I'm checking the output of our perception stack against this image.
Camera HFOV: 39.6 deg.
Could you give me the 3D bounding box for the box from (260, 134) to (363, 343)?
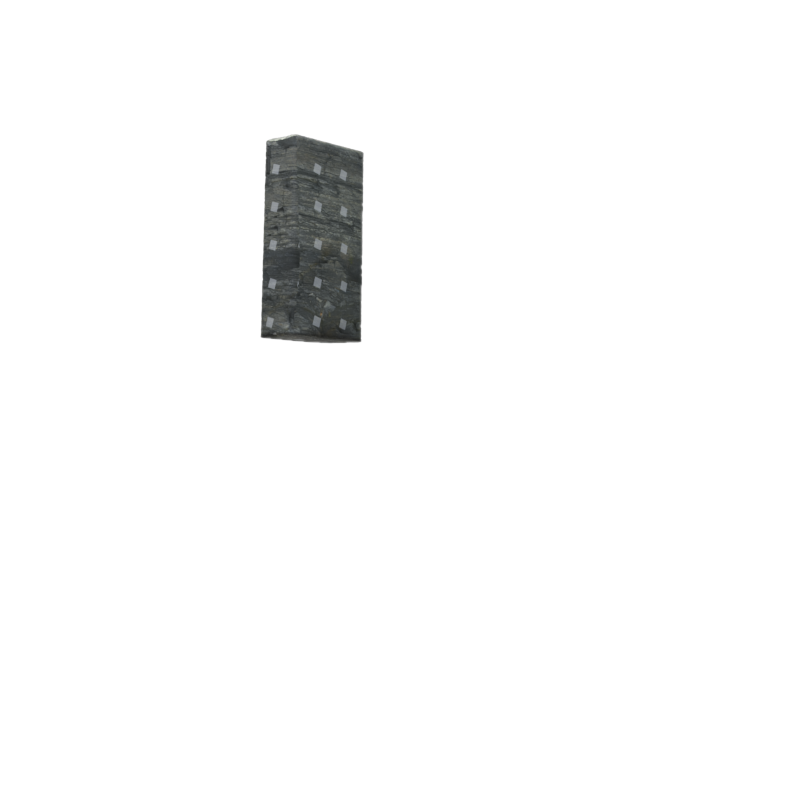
[{"bbox_3d":[-0.077,-0.141,0.989,0.049,0.180,0.089,-9,-12,41],"label":"box"}]
